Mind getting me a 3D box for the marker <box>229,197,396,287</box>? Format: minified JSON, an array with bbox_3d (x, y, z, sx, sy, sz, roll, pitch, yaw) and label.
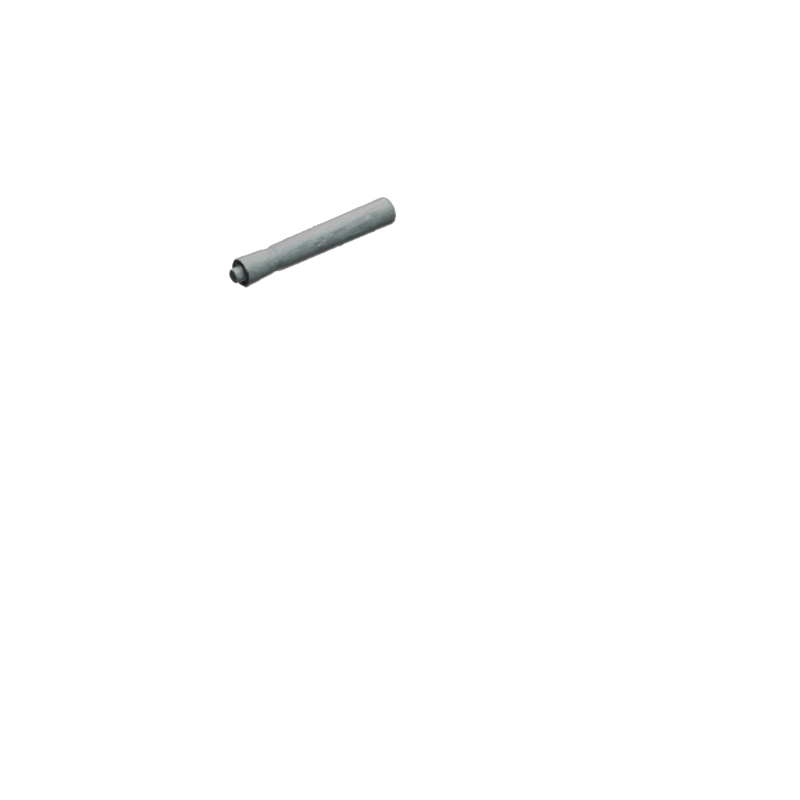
[{"bbox_3d":[-0.054,-0.099,0.693,0.120,0.019,0.021,-28,19,-30],"label":"marker"}]
